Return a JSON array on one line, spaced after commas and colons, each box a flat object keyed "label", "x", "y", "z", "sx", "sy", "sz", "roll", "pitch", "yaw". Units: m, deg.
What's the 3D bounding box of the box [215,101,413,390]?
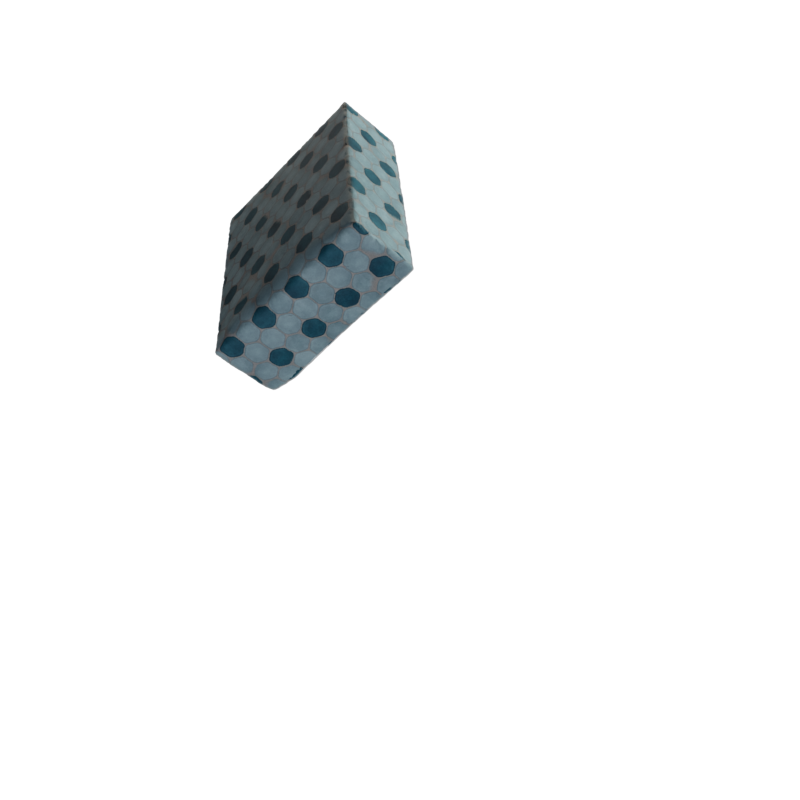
[{"label": "box", "x": -0.073, "y": -0.134, "z": 0.937, "sx": 0.068, "sy": 0.162, "sz": 0.229, "roll": 37, "pitch": 26, "yaw": -27}]
